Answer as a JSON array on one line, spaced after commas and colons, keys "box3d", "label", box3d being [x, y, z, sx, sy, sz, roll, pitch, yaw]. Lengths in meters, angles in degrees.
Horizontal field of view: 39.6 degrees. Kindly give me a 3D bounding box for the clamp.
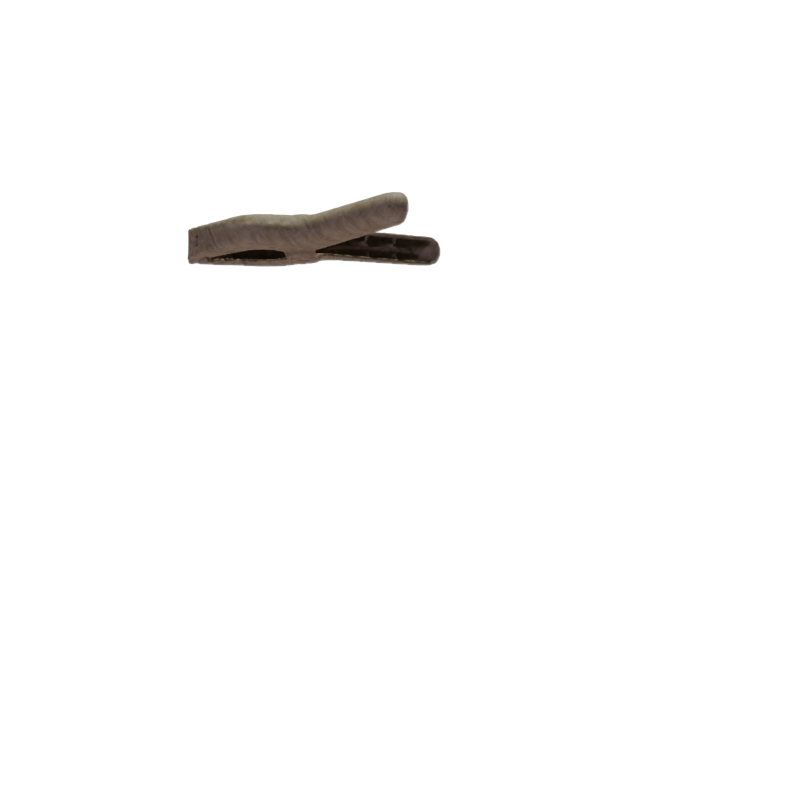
[{"box3d": [-0.072, -0.131, 0.918, 0.214, 0.037, 0.157, -3, -8, 20], "label": "clamp"}]
